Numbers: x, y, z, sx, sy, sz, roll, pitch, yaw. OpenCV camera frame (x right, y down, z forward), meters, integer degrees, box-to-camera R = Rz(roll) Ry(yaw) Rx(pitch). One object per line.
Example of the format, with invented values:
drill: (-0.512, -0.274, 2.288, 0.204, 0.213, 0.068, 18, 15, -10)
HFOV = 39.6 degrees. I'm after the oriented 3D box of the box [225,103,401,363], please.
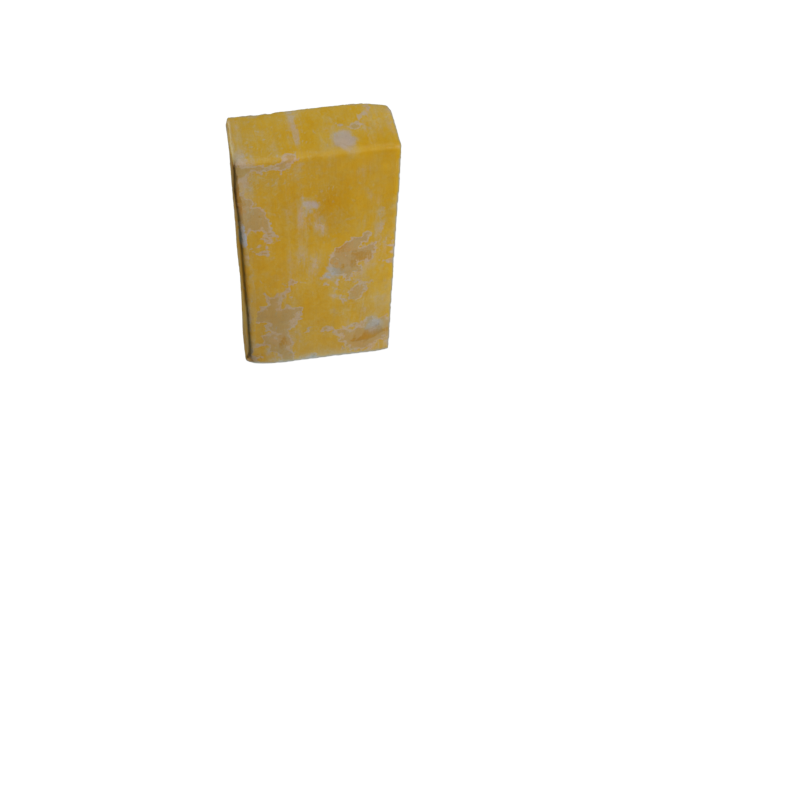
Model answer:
box: (-0.051, -0.094, 0.657, 0.092, 0.052, 0.164, -6, -41, -8)
